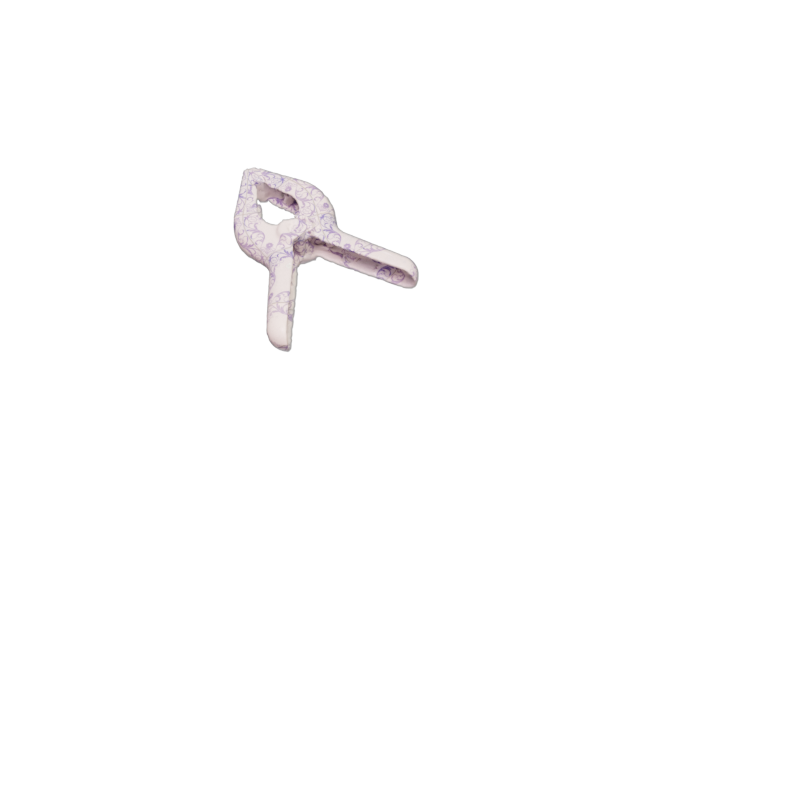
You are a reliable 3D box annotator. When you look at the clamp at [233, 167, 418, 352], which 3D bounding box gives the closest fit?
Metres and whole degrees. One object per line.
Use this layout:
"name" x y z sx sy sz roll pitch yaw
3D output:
"clamp" -0.066 -0.120 0.842 0.119 0.185 0.037 -17 -36 -13
